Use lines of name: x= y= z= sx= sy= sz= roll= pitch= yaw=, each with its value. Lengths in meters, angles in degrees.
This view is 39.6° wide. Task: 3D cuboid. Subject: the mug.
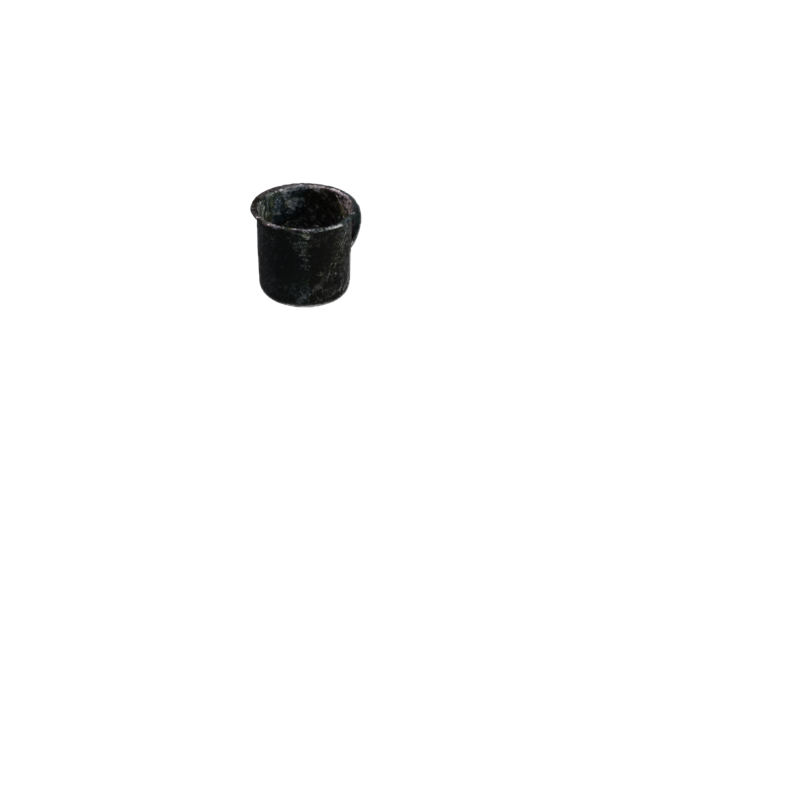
mug: x=-0.077 y=-0.140 z=0.983 sx=0.099 sy=0.077 sz=0.118 roll=24 pitch=40 yaw=31
